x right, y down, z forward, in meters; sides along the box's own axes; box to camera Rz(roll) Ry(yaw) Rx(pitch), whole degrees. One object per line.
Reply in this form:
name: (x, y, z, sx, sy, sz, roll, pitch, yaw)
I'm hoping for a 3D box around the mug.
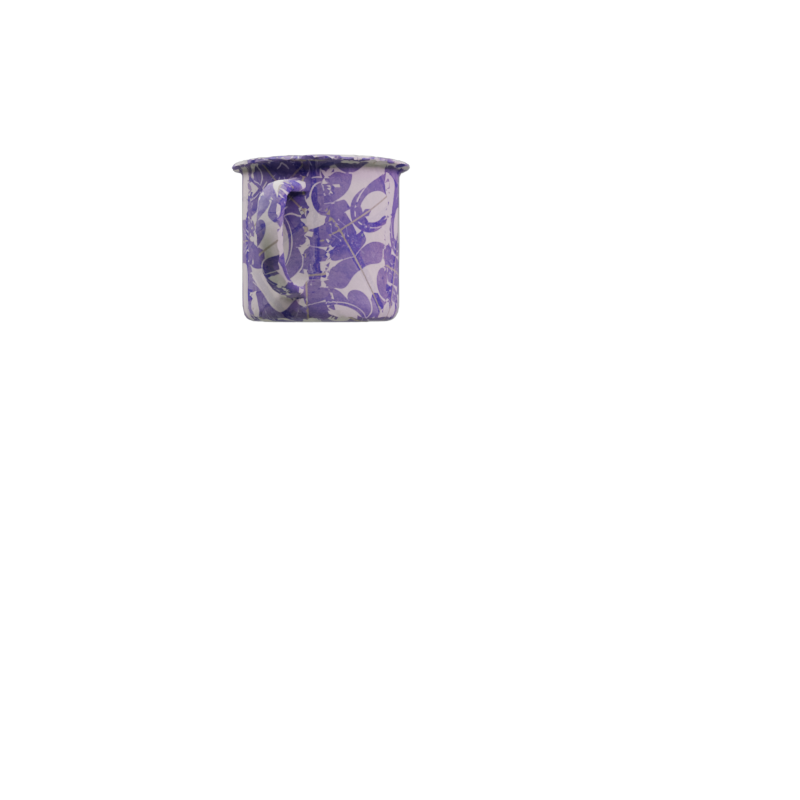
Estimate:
mug: (-0.044, -0.081, 0.567, 0.095, 0.082, 0.115, 0, 2, 16)
